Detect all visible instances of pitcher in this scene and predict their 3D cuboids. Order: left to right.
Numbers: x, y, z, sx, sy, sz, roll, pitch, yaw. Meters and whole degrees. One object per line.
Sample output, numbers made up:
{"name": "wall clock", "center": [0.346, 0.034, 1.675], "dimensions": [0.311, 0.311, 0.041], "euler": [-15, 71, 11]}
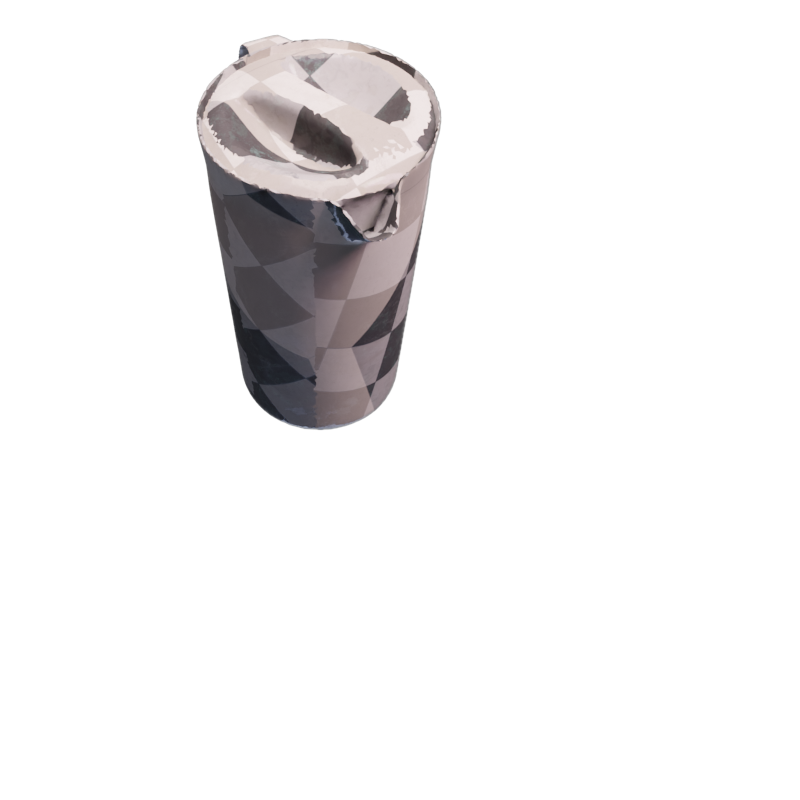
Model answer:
{"name": "pitcher", "center": [-0.054, -0.099, 0.691], "dimensions": [0.148, 0.156, 0.227], "euler": [17, -38, 10]}
